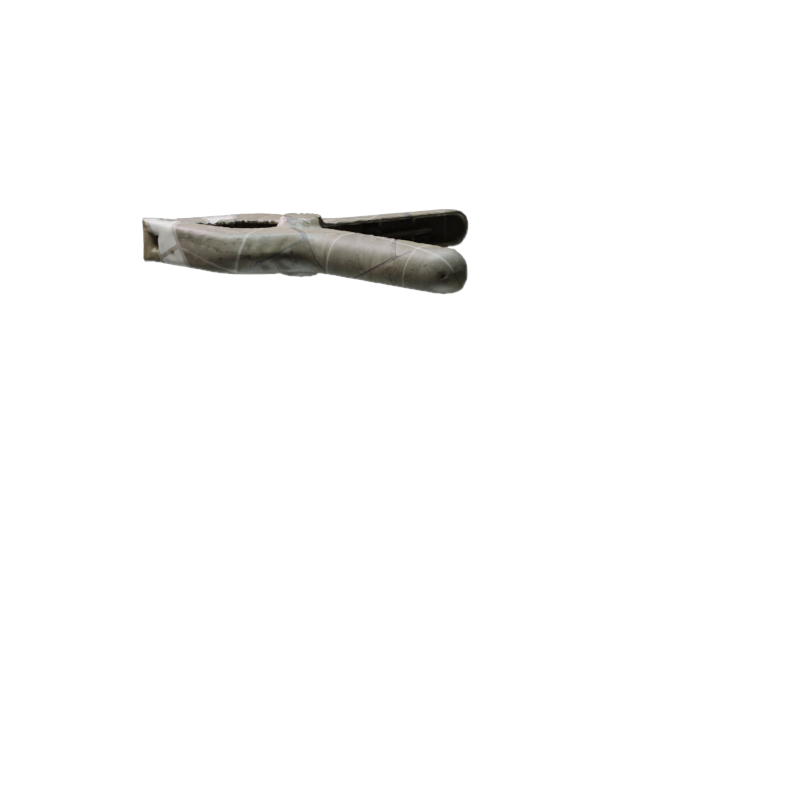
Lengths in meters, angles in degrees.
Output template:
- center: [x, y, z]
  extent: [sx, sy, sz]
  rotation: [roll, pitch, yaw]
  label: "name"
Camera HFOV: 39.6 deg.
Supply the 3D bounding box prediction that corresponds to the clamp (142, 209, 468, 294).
- center: [-0.054, -0.099, 0.691]
  extent: [0.214, 0.035, 0.166]
  rotation: [4, 17, 13]
  label: "clamp"
